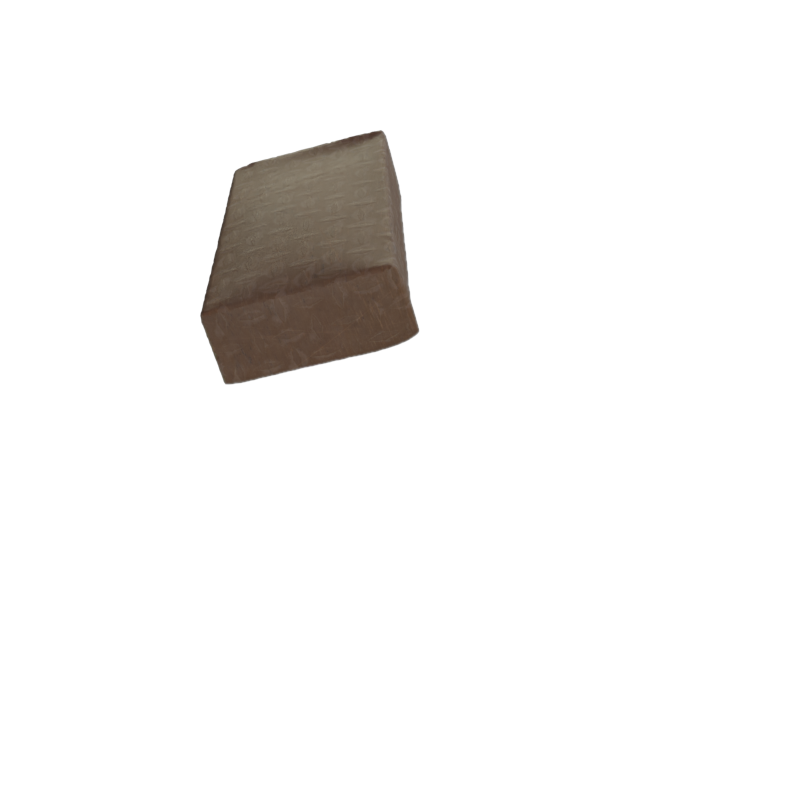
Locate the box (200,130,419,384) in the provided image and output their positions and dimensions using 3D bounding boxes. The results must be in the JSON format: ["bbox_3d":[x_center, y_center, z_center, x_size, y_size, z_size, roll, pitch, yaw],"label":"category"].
[{"bbox_3d":[-0.045,-0.081,0.568,0.094,0.045,0.188,-14,33,5],"label":"box"}]
